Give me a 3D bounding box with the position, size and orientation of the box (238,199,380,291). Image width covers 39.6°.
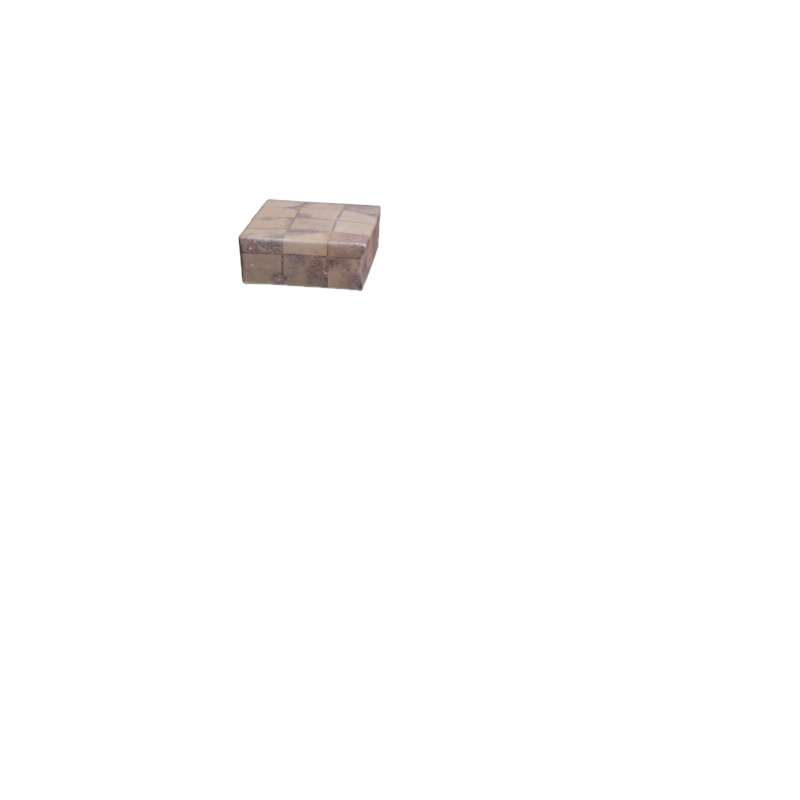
[{"bbox_3d":[-0.064,-0.116,0.812,0.091,0.037,0.118,3,25,5],"label":"box"}]
